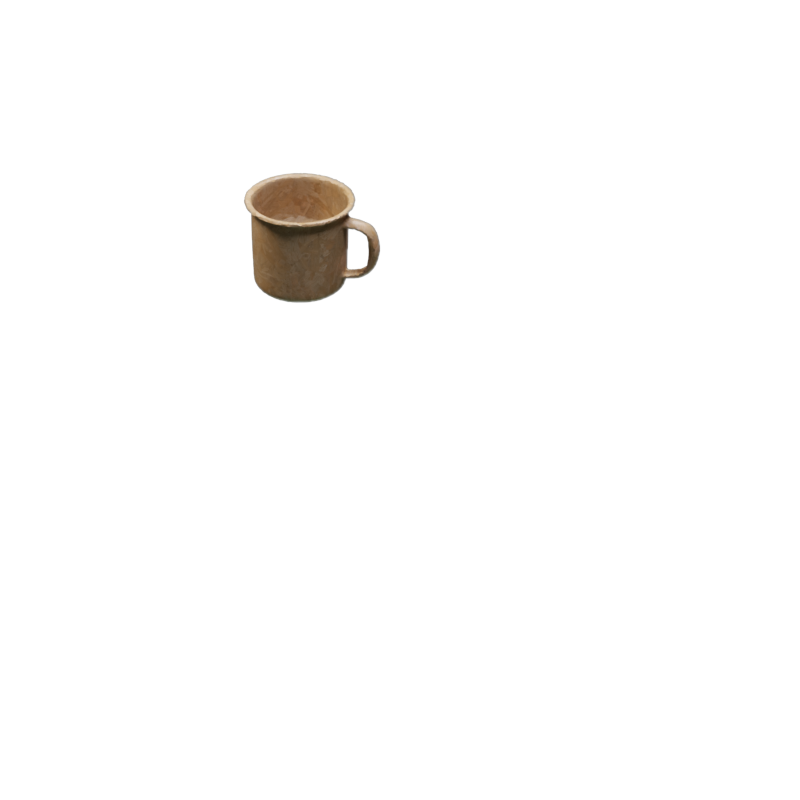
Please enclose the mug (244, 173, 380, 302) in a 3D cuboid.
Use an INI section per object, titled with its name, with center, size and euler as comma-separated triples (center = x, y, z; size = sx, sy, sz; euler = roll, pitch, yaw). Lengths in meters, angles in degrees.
[mug]
center = -0.074, -0.134, 0.942
size = 0.120, 0.076, 0.097
euler = 10, 36, 13
